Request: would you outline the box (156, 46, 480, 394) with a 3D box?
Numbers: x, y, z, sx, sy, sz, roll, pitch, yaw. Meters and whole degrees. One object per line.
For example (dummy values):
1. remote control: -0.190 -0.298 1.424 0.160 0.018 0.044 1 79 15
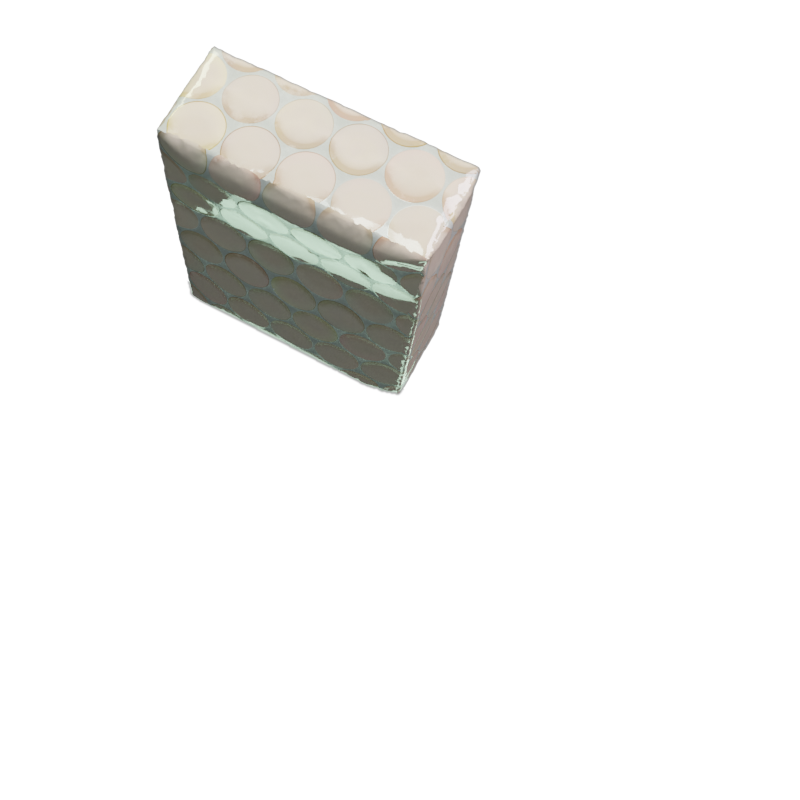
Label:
1. box: -0.052 -0.095 0.669 0.168 0.074 0.203 27 -19 8
